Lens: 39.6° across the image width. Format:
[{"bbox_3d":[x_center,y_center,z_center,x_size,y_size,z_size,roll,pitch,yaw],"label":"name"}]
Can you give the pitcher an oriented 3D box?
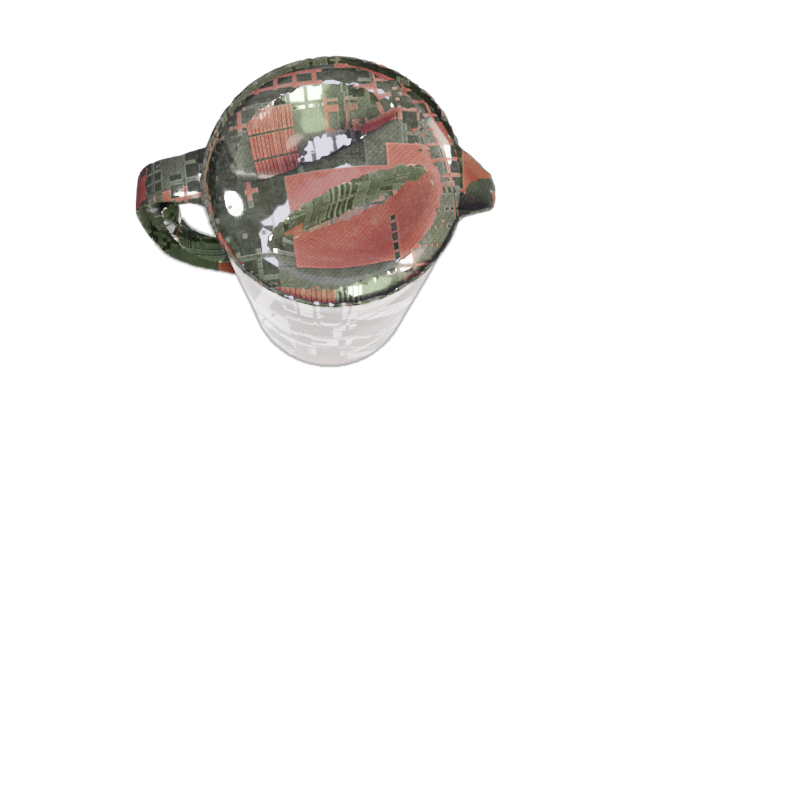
[{"bbox_3d":[-0.052,-0.095,0.662,0.146,0.153,0.235,-44,-6,-10],"label":"pitcher"}]
